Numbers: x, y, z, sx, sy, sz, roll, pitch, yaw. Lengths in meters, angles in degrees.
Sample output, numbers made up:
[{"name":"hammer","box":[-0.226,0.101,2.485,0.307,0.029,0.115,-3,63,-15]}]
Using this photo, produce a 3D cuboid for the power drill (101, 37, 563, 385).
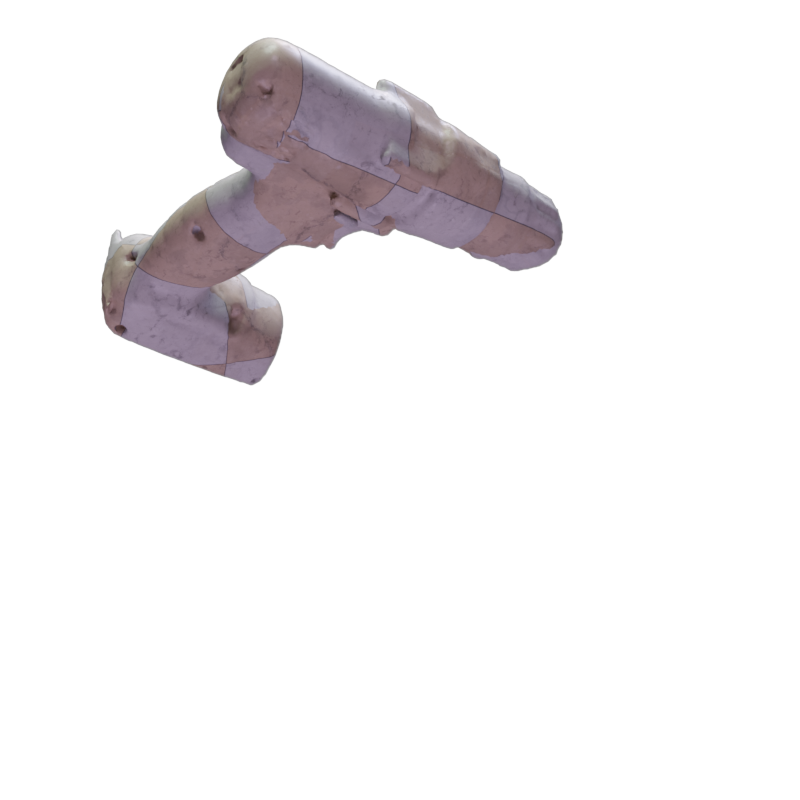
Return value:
[{"name":"power drill","box":[-0.042,-0.076,0.533,0.174,0.061,0.185,26,-43,-31]}]
